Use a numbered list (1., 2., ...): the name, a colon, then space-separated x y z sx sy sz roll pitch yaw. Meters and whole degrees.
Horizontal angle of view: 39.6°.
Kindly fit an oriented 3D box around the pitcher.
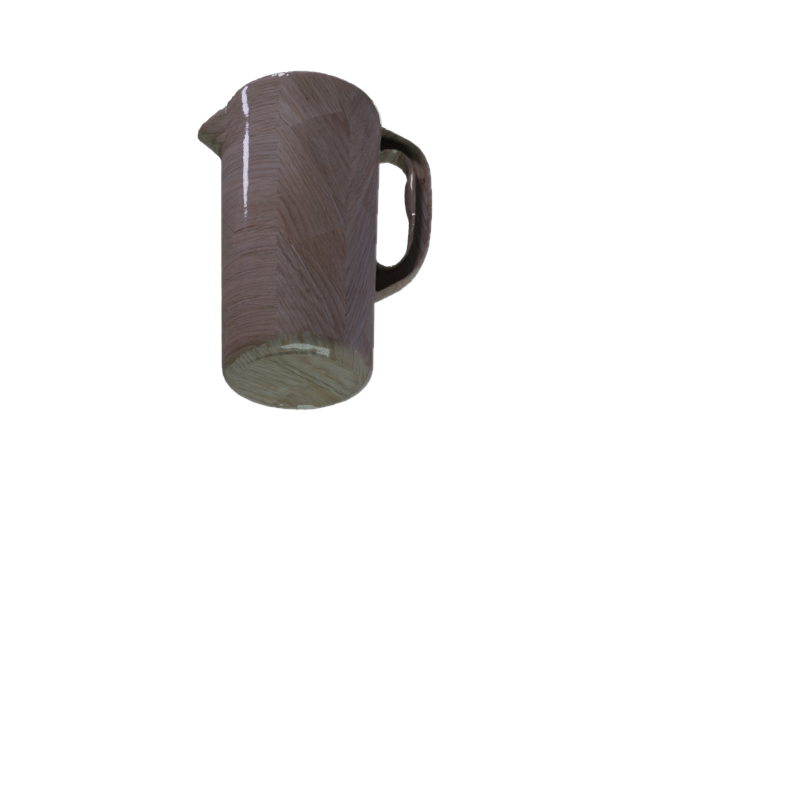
1. pitcher: -0.066 -0.121 0.849 0.151 0.259 0.134 -19 -35 27
